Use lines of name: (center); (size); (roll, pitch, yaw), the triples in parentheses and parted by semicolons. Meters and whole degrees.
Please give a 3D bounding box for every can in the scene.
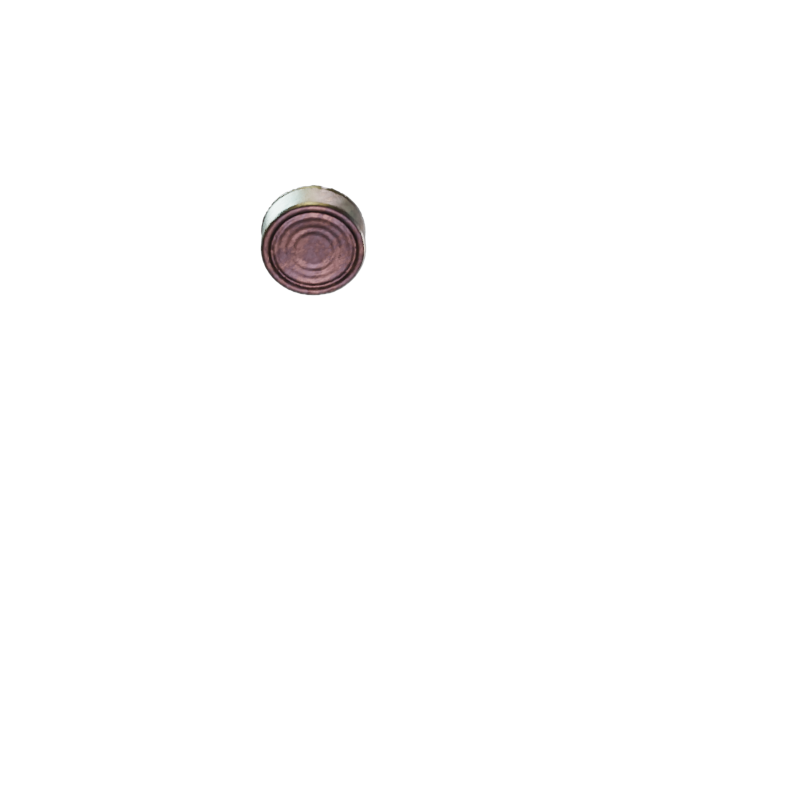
can: (-0.070, -0.128, 0.896); (0.086, 0.081, 0.036); (1, 31, -1)
